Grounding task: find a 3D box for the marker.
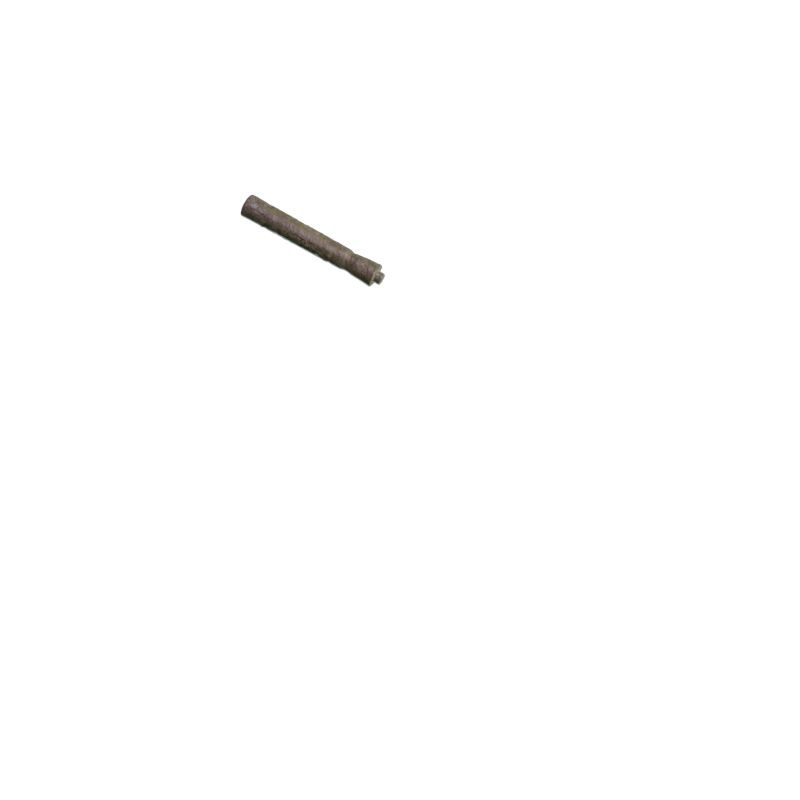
[{"bbox_3d":[-0.066,-0.120,0.842,0.124,0.019,0.019,30,10,12],"label":"marker"}]
